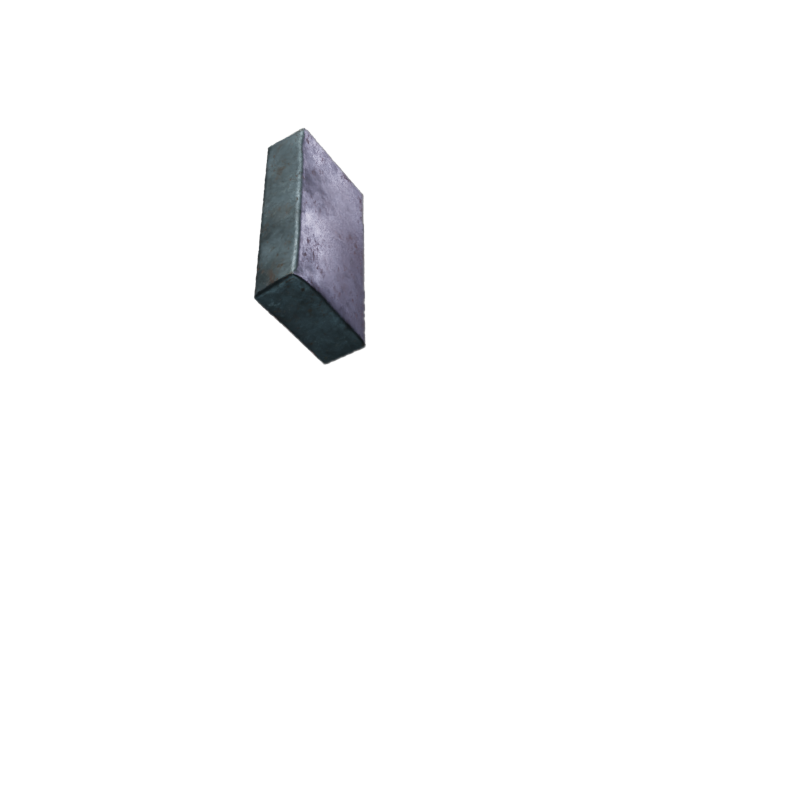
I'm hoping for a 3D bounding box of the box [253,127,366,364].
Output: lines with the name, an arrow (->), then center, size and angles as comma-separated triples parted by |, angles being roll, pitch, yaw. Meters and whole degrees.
box -> -0.069, -0.125, 0.877 | 0.048, 0.189, 0.087 | -27, -49, 22
